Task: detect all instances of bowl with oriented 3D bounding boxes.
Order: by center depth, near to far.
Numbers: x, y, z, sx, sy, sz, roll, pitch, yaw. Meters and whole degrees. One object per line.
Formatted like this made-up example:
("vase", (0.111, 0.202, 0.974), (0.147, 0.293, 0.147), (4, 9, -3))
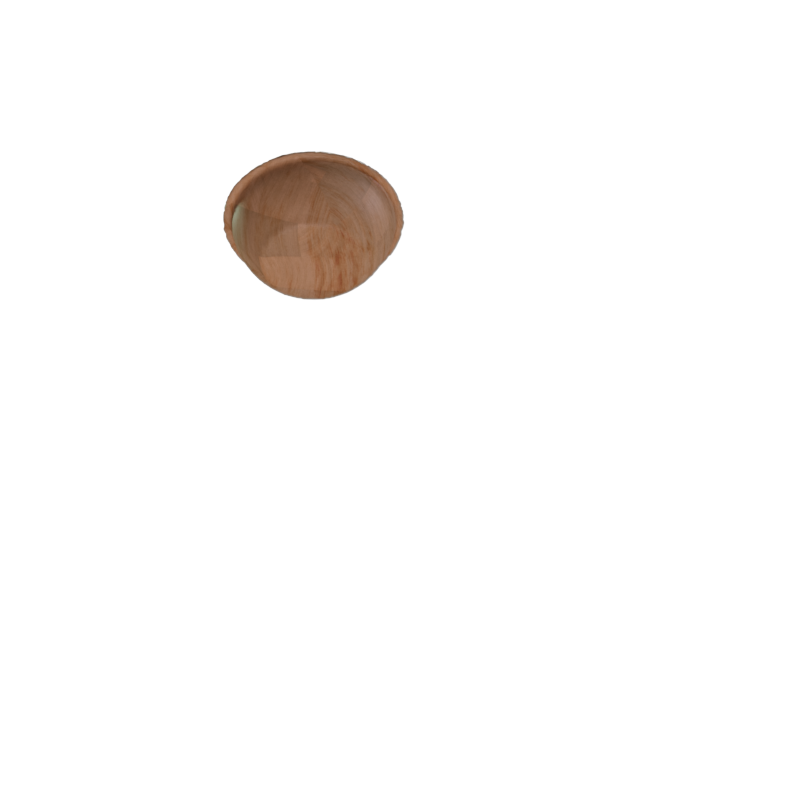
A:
("bowl", (-0.076, -0.139, 0.975), (0.162, 0.059, 0.151), (1, -43, -1))
